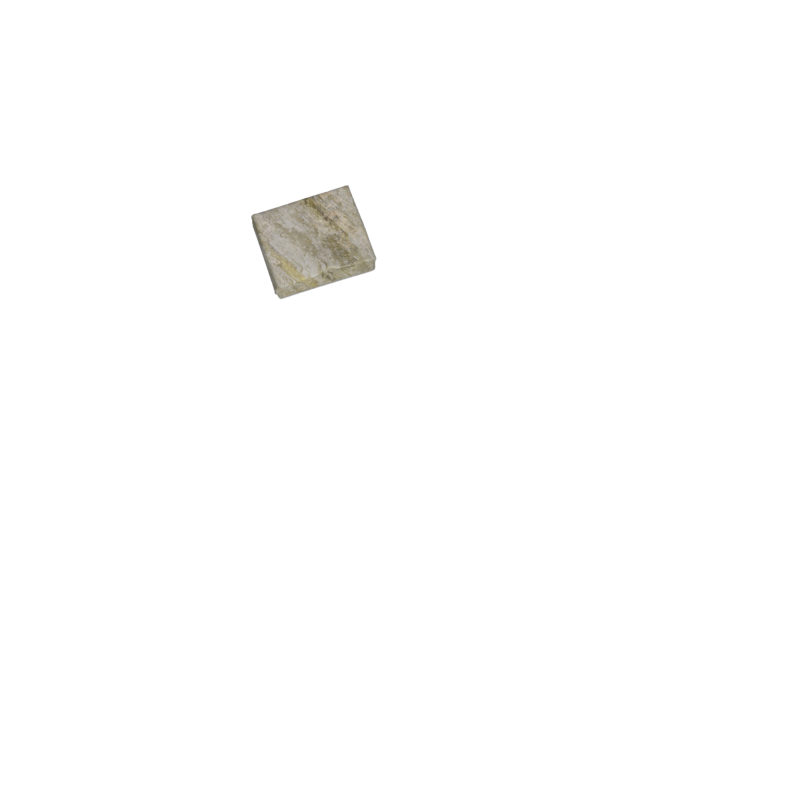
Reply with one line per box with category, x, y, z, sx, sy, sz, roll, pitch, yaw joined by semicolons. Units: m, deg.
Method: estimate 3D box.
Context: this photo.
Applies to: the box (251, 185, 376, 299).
box;-0.074;-0.134;0.939;0.089;0.077;0.029;-18;-21;-8
